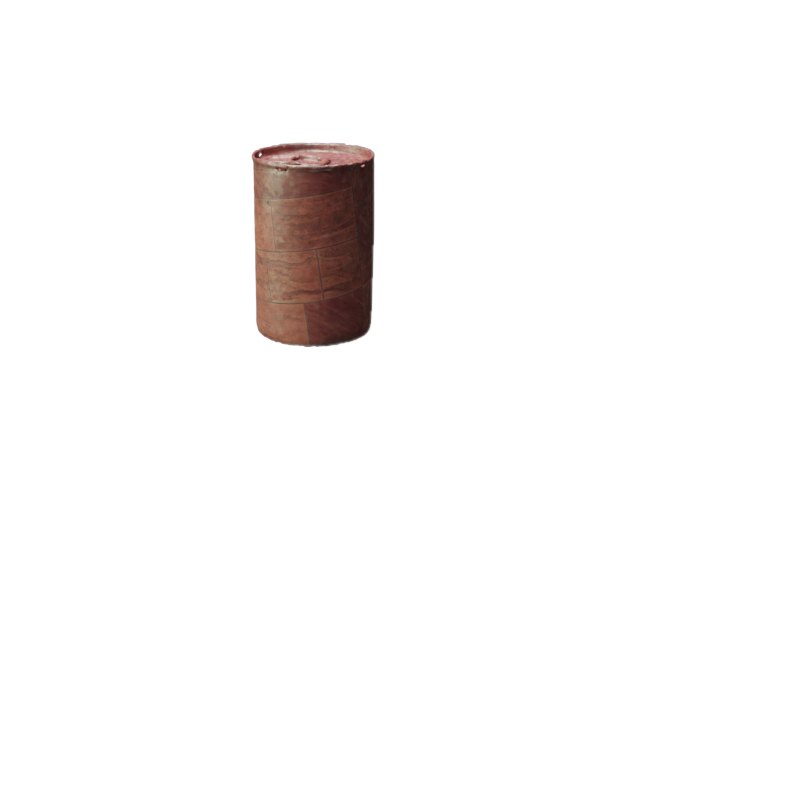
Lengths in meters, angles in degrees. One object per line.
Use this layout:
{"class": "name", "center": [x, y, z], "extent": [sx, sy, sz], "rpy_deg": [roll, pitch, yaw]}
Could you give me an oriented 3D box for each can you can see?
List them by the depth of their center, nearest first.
{"class": "can", "center": [-0.049, -0.089, 0.623], "extent": [0.068, 0.098, 0.071], "rpy_deg": [0, 19, -2]}
